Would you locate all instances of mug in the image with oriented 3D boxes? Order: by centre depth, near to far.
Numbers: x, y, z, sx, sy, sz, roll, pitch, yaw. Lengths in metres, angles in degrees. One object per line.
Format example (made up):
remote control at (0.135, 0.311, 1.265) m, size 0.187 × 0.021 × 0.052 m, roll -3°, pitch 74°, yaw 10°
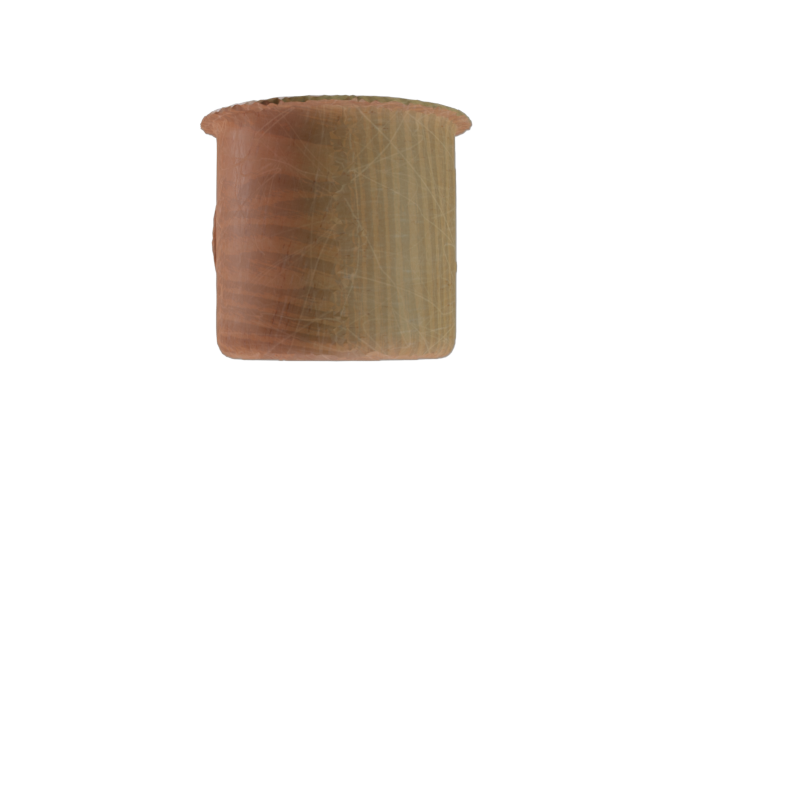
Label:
mug at (-0.030, -0.055, 0.388) m, size 0.089 × 0.082 × 0.121 m, roll 0°, pitch 1°, yaw -43°
